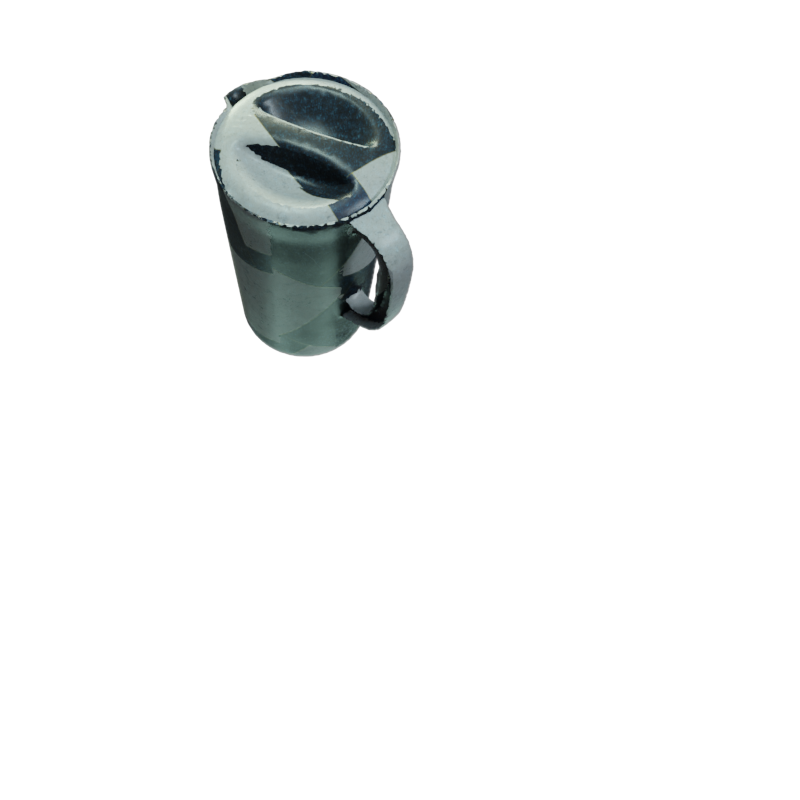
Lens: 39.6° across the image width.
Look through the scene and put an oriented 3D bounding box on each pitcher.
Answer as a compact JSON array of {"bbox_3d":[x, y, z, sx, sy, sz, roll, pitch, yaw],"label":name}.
[{"bbox_3d":[-0.067,-0.123,0.858,0.145,0.158,0.229,3,-26,-2],"label":"pitcher"}]
